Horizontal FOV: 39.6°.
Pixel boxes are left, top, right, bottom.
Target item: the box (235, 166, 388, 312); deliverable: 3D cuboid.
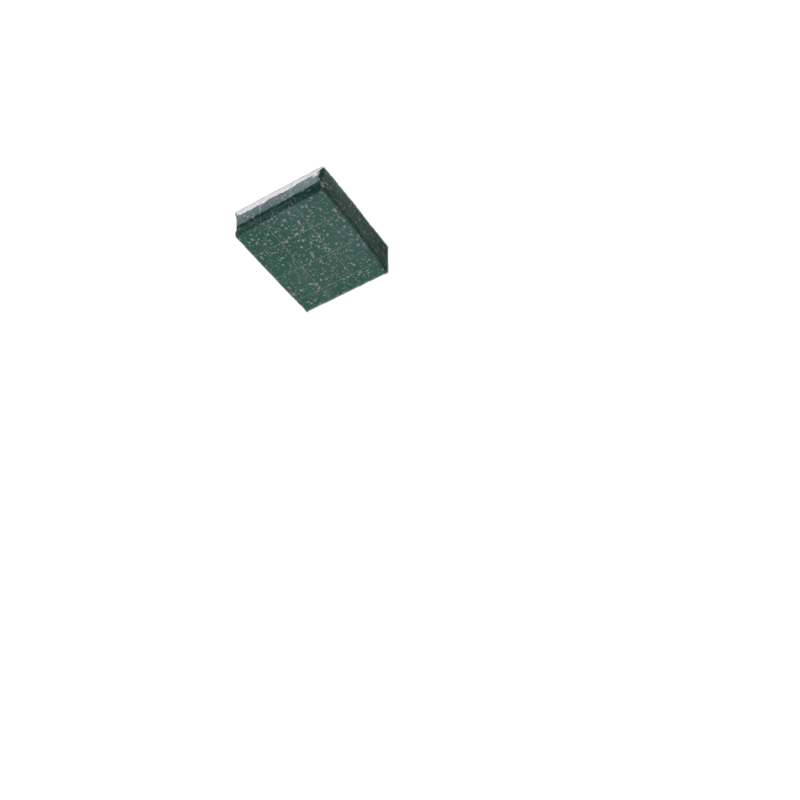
[{"bbox_3d":[-0.074,-0.136,0.951,0.090,0.042,0.105,-24,-51,21],"label":"box"}]
